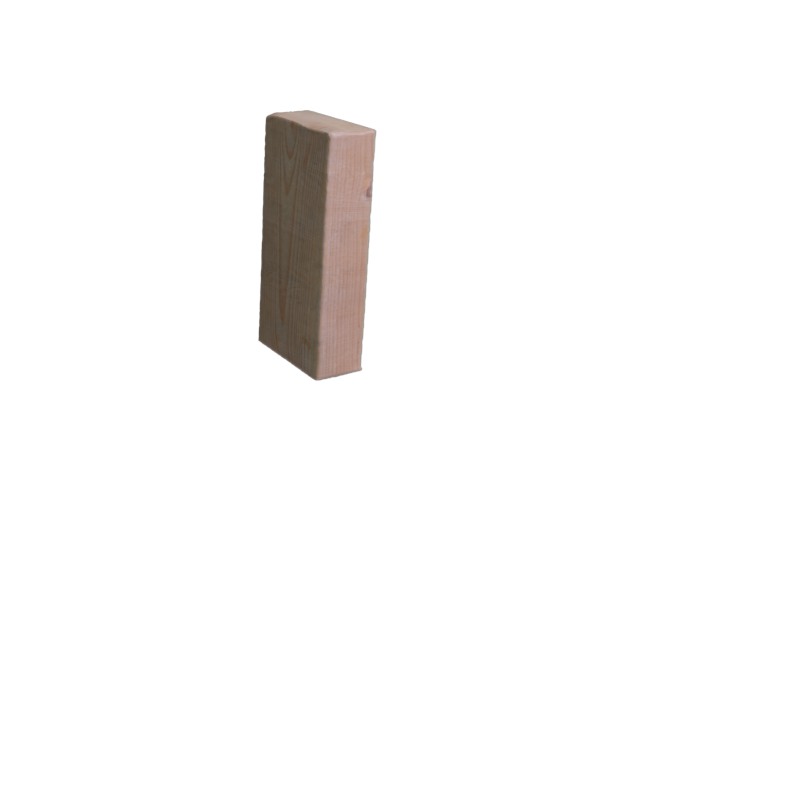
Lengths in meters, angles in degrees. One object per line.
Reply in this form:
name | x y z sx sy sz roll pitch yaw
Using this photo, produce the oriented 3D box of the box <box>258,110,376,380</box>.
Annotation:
box | -0.062 -0.113 0.792 0.047 0.170 0.099 -9 21 -31
